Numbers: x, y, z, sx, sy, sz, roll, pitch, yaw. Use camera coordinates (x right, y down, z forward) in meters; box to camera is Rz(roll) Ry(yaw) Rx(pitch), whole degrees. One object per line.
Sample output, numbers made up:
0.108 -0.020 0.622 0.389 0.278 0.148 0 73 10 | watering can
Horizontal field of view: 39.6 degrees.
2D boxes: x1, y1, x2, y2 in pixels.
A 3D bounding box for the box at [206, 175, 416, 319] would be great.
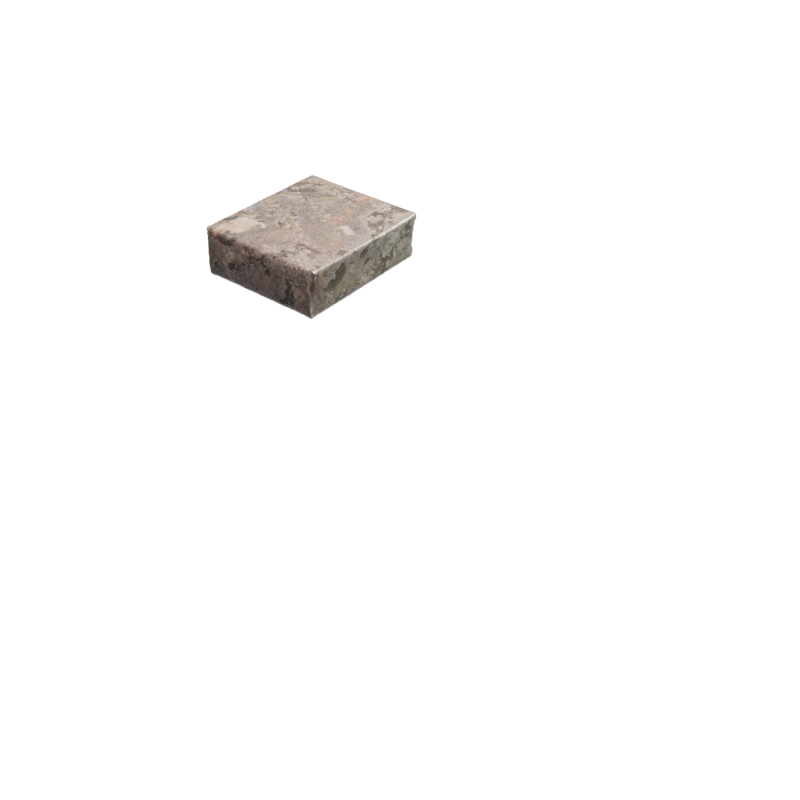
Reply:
-0.057 -0.104 0.730 0.095 0.036 0.114 23 41 29 | box
